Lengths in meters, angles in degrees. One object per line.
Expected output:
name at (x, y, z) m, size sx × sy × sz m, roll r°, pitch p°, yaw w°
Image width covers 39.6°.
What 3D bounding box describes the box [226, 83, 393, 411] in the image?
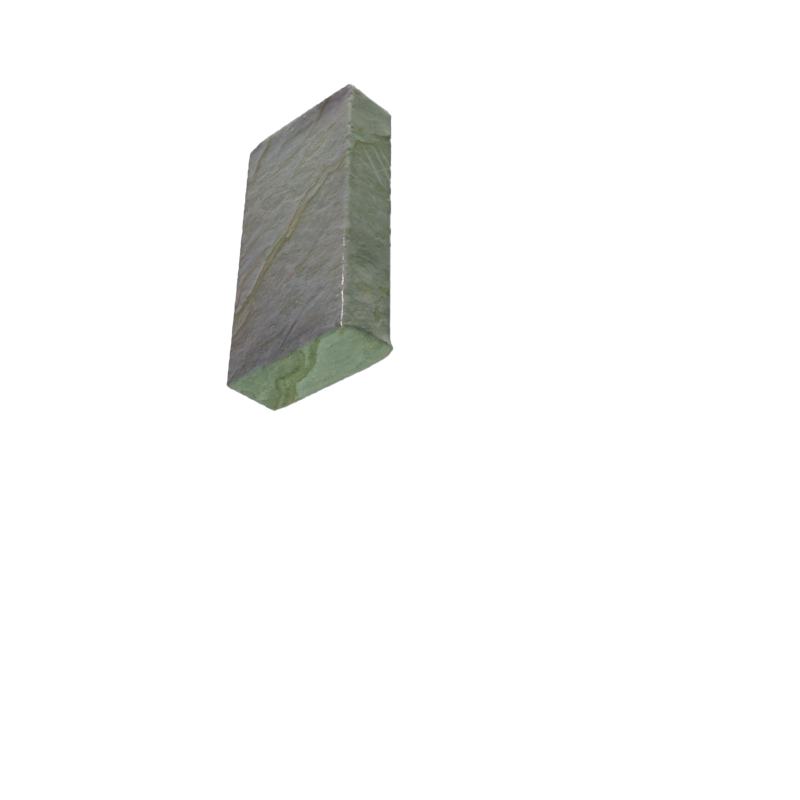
box at (-0.051, -0.092, 0.645) m, size 0.093 × 0.188 × 0.045 m, roll -27°, pitch -41°, yaw 33°
